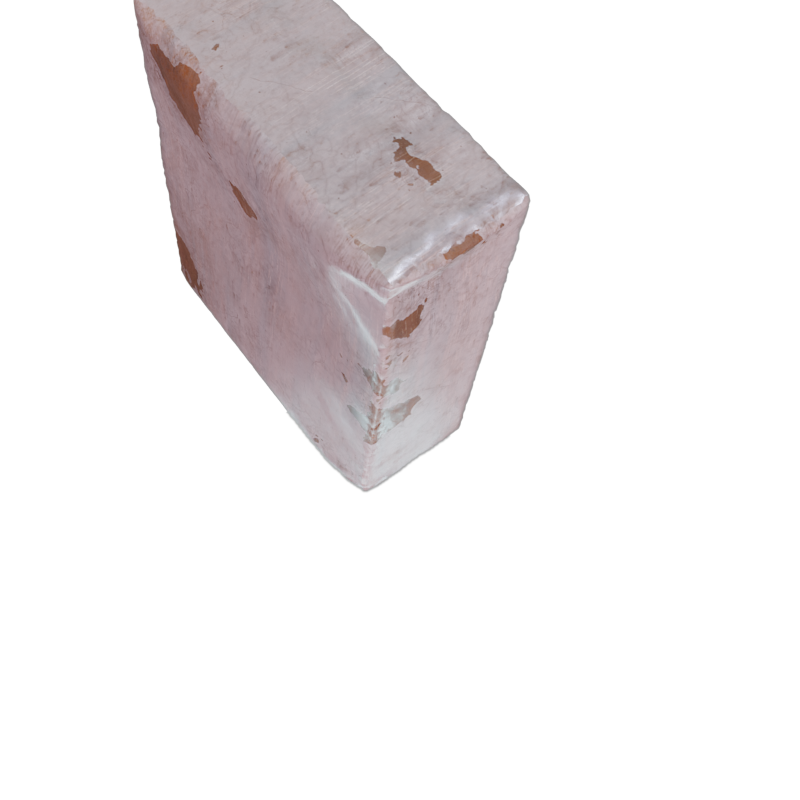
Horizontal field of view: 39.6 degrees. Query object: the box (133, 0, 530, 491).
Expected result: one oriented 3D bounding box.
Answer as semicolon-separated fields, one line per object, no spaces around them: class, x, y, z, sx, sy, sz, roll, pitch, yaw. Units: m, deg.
box;-0.038;-0.070;0.489;0.072;0.173;0.202;-33;-20;-17
